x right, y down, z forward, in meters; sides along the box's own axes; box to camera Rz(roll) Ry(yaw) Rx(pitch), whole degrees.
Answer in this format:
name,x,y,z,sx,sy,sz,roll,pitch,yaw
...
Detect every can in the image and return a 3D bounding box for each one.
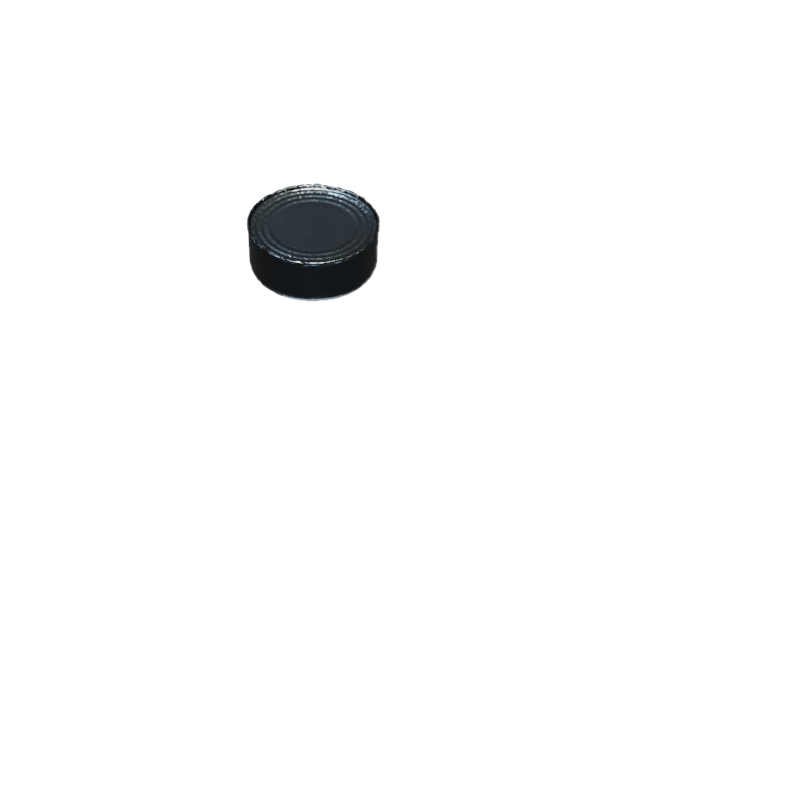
name,x,y,z,sx,sy,sz,roll,pitch,yaw
can,-0.057,-0.103,0.723,0.086,0.031,0.092,-1,42,-2
